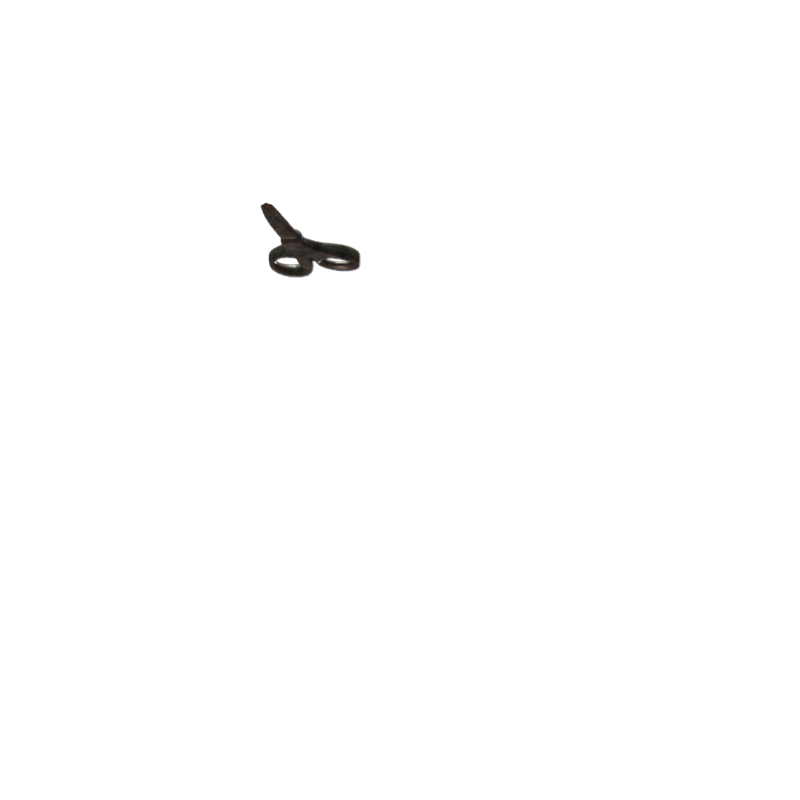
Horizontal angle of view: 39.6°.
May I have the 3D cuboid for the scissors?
[{"bbox_3d":[-0.077,-0.141,0.988,0.095,0.016,0.197,1,-9,-7],"label":"scissors"}]
